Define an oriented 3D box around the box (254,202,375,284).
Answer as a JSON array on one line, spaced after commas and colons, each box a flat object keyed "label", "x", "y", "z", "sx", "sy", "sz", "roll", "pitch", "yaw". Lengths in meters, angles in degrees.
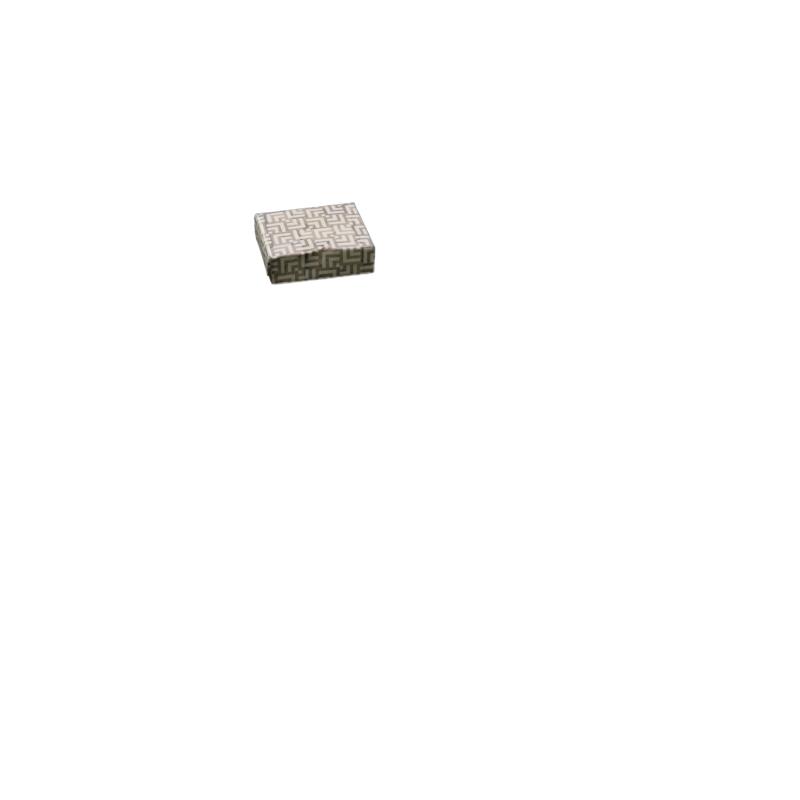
[{"label": "box", "x": -0.072, "y": -0.131, "z": 0.917, "sx": 0.088, "sy": 0.028, "sz": 0.079, "roll": -8, "pitch": 38, "yaw": -11}]
